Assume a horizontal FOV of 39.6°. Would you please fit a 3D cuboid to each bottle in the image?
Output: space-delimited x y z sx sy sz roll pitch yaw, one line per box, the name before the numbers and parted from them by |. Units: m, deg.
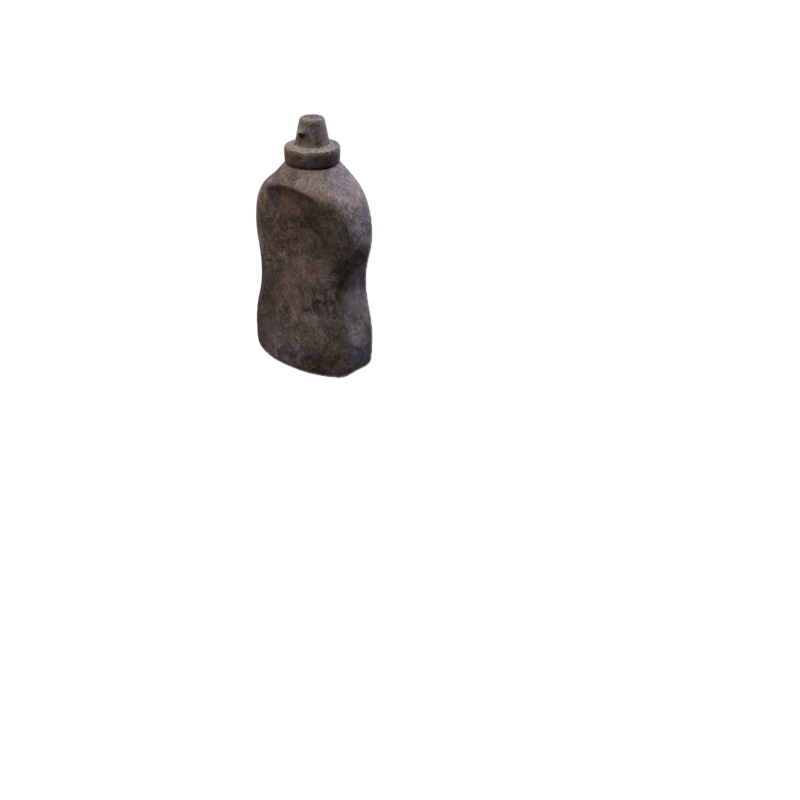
bottle | -0.065 -0.118 0.826 0.102 0.182 0.058 21 29 37
